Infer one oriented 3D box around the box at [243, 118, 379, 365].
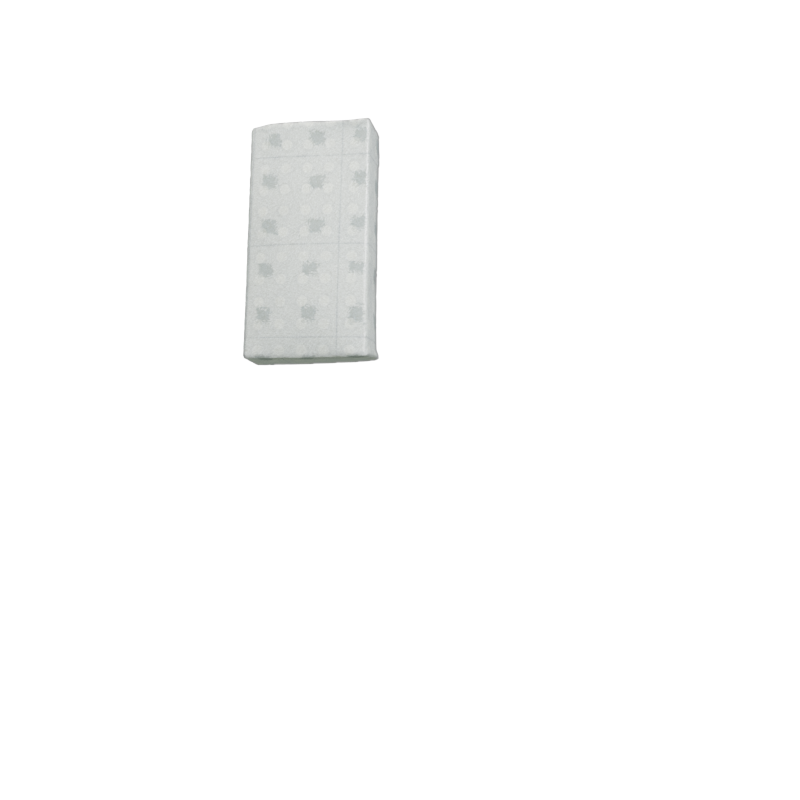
[{"bbox_3d":[-0.064,-0.116,0.812,0.095,0.181,0.046,-3,-12,12],"label":"box"}]
